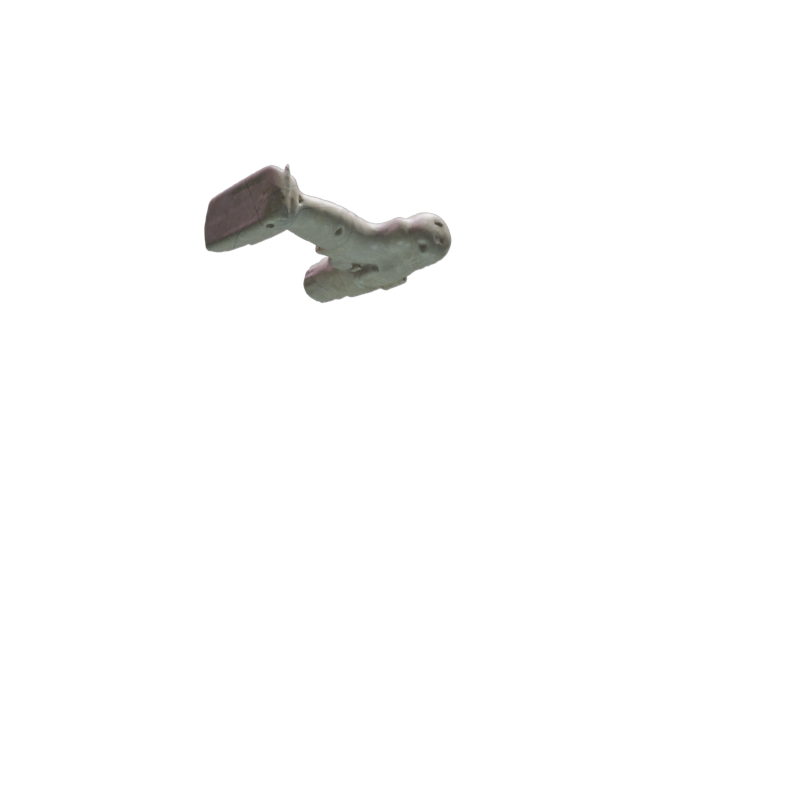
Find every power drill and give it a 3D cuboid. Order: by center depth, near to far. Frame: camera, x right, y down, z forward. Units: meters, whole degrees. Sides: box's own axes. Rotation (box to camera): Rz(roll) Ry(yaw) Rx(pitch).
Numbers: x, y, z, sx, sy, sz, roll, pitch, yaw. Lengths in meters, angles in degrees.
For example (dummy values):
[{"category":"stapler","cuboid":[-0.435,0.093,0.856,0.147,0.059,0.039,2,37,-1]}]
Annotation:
[{"category":"power drill","cuboid":[-0.077,-0.141,0.988,0.178,0.060,0.186,13,-21,-38]}]
